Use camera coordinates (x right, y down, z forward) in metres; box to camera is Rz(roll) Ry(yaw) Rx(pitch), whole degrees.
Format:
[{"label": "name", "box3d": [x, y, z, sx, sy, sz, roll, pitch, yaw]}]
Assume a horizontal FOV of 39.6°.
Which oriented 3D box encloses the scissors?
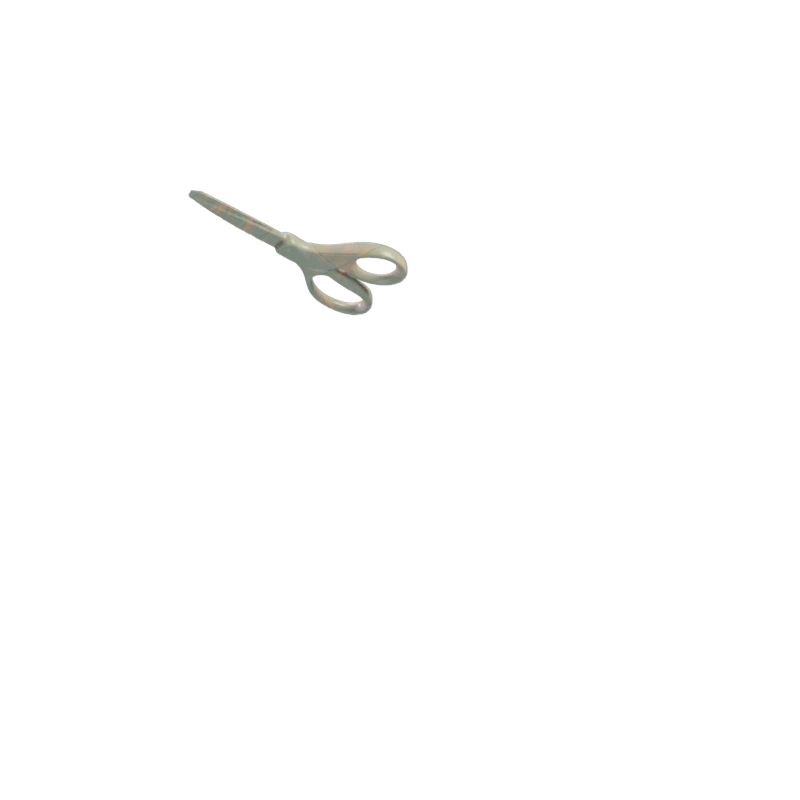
[{"label": "scissors", "box3d": [-0.069, -0.126, 0.882, 0.097, 0.017, 0.187, -19, -37, 26]}]
